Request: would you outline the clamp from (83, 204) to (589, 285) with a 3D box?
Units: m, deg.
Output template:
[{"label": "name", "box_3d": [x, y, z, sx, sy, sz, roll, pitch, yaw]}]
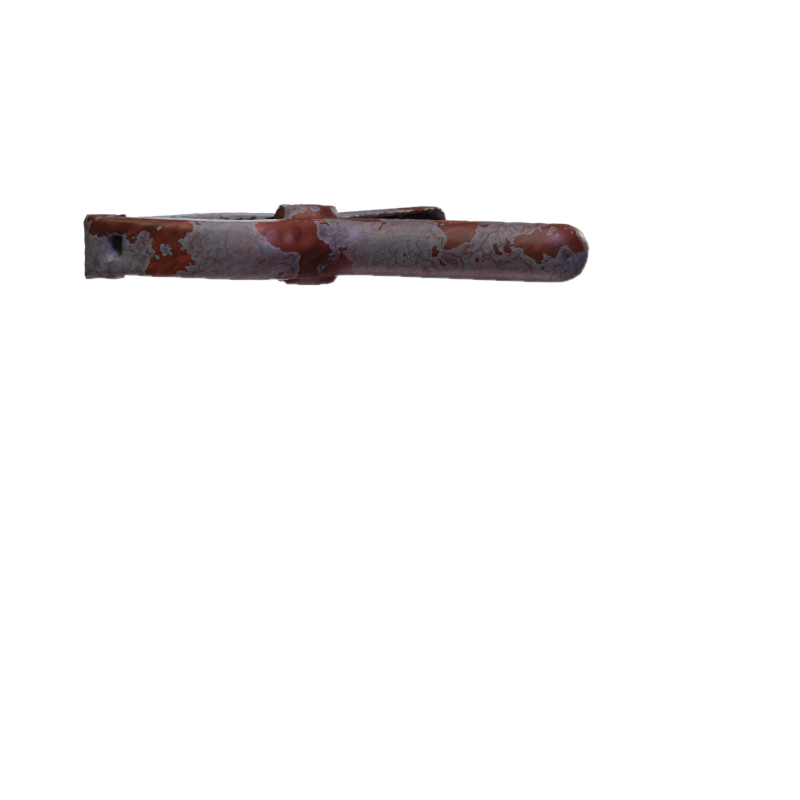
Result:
[{"label": "clamp", "box_3d": [-0.041, -0.075, 0.522, 0.207, 0.036, 0.170, -2, 12, -11]}]
